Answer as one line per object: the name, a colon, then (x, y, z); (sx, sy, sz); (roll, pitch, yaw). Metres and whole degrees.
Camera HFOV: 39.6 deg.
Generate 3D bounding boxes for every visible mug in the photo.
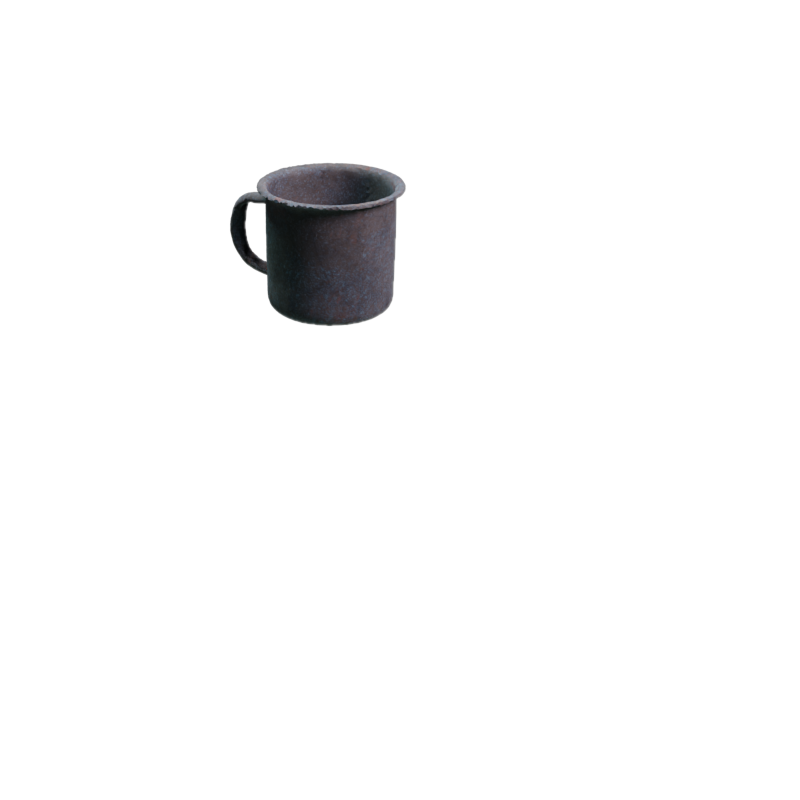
mug: (-0.055, -0.101, 0.708); (0.121, 0.078, 0.095); (10, 26, 18)
